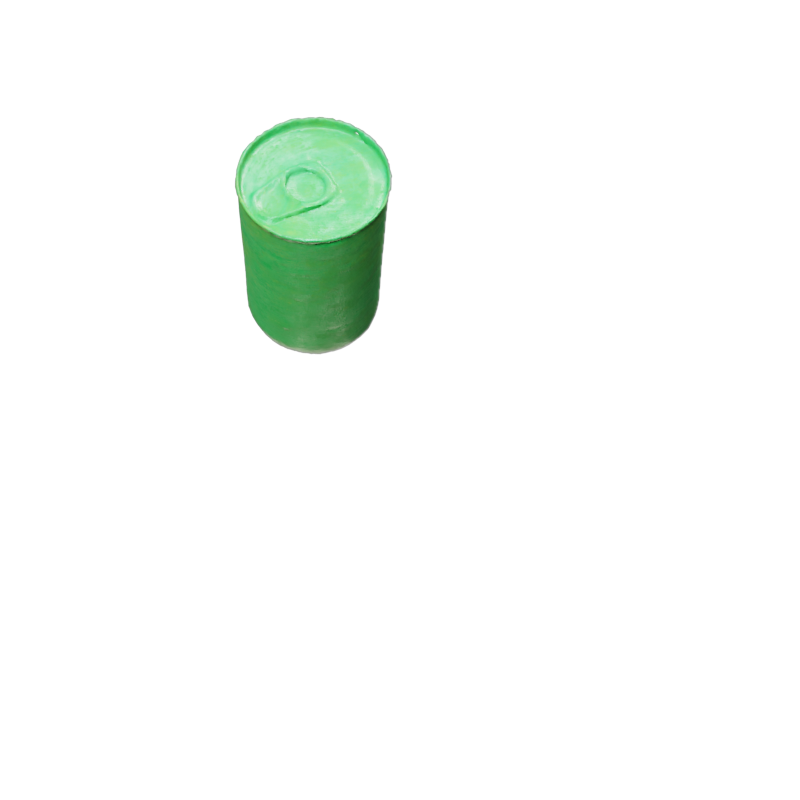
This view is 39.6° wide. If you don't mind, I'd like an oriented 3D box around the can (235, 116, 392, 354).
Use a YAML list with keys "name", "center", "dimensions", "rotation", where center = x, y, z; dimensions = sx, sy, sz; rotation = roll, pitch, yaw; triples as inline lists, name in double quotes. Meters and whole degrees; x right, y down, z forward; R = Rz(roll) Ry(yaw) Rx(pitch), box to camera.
- name: "can"
  center: [-0.041, -0.074, 0.520]
  dimensions: [0.068, 0.073, 0.096]
  rotation: [0, -30, -3]
